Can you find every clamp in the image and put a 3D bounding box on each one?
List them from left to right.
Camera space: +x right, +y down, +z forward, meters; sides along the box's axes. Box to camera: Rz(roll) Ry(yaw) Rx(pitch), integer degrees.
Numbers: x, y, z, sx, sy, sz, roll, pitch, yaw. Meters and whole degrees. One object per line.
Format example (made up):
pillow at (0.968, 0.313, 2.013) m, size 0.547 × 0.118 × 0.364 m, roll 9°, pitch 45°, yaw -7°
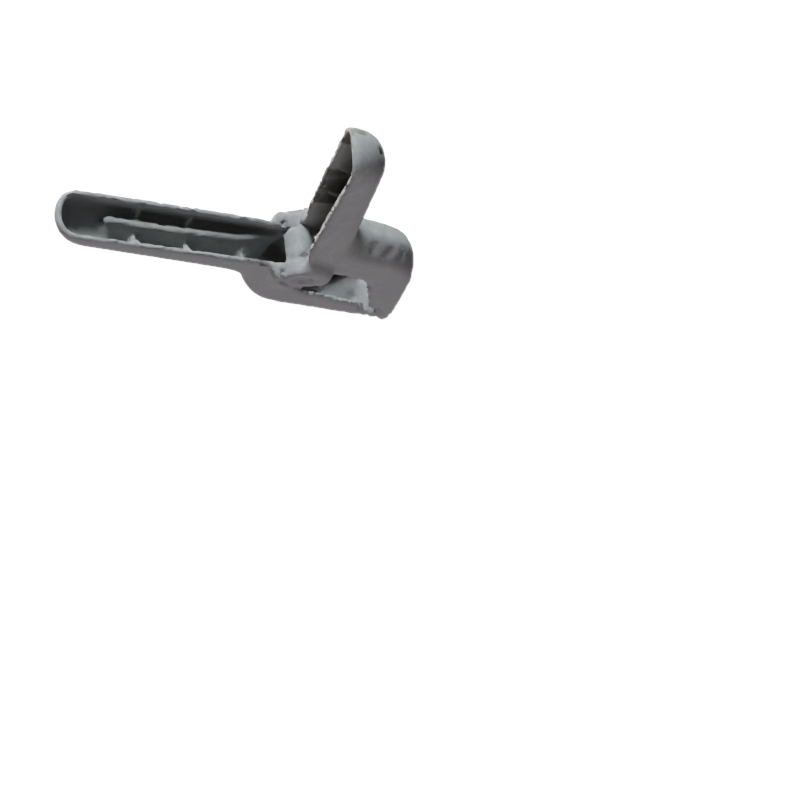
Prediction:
clamp at (-0.044, -0.080, 0.560) m, size 0.168 × 0.038 × 0.198 m, roll -7°, pitch -14°, yaw 31°
